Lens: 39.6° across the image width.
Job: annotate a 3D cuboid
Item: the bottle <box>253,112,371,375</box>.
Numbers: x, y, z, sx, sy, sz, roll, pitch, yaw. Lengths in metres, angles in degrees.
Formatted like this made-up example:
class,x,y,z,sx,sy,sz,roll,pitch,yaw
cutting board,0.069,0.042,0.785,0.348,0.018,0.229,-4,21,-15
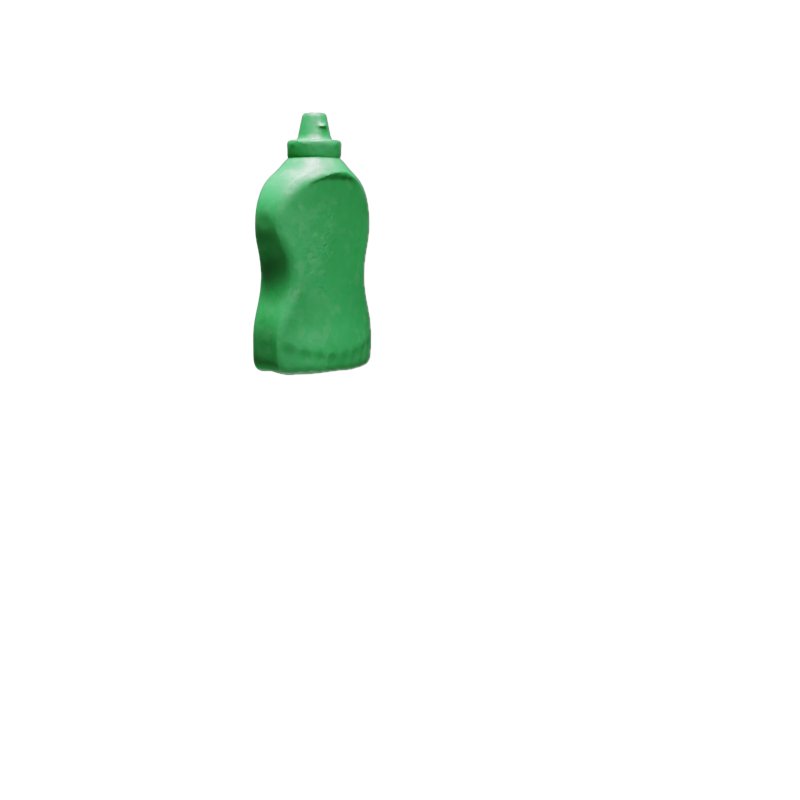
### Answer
class,x,y,z,sx,sy,sz,roll,pitch,yaw
bottle,-0.065,-0.119,0.831,0.093,0.191,0.061,-2,3,-42
